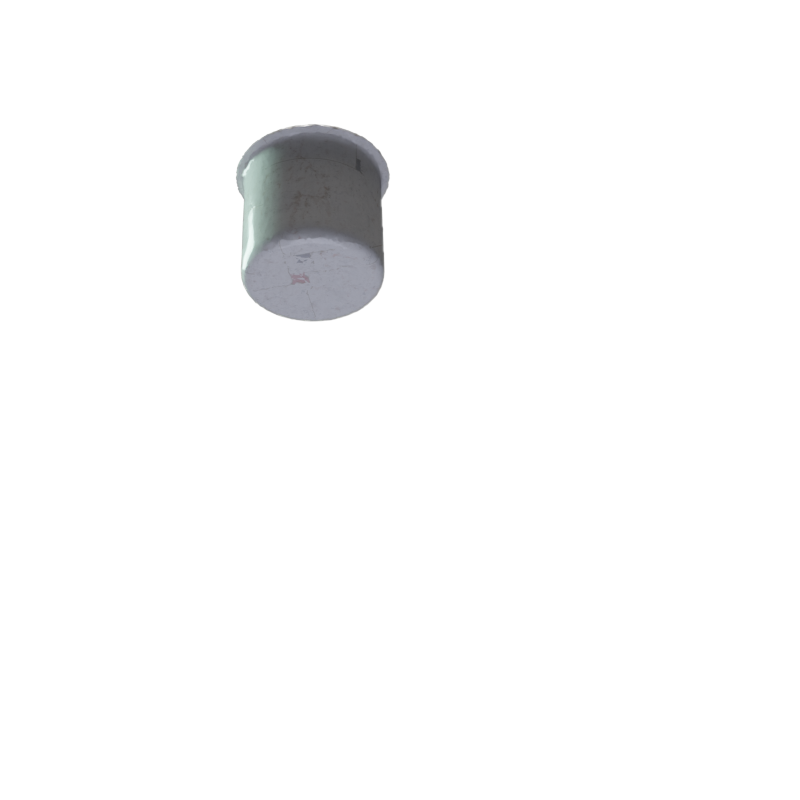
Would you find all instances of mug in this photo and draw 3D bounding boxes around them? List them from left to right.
[{"bbox_3d":[-0.051,-0.094,0.657,0.093,0.087,0.109,-1,-35,-1],"label":"mug"}]
